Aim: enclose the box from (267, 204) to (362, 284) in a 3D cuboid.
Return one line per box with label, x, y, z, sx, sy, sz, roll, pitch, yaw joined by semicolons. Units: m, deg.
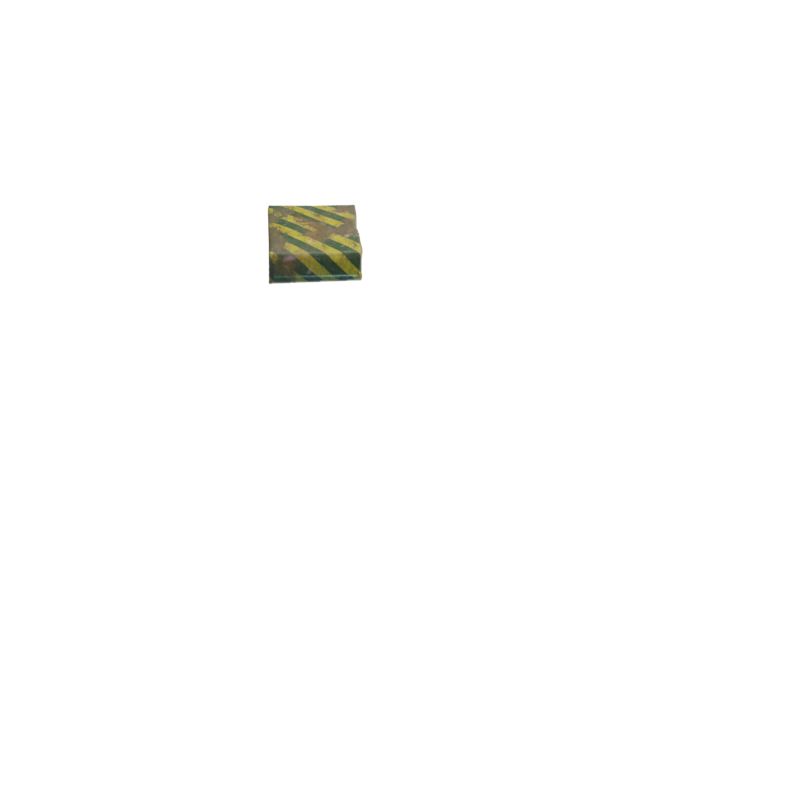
box;-0.070;-0.127;0.889;0.073;0.028;0.095;-2;33;-4
